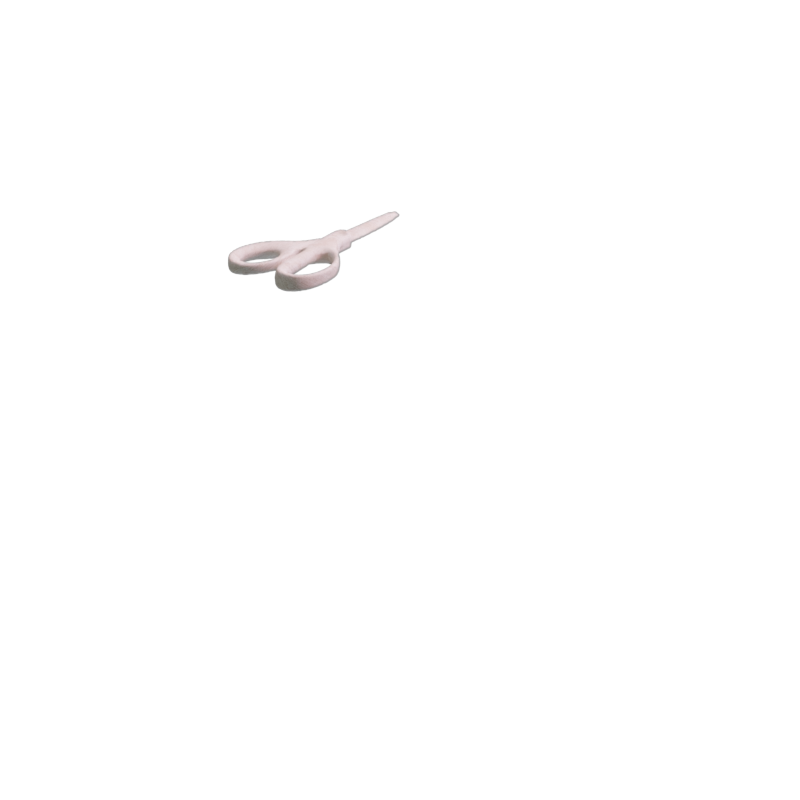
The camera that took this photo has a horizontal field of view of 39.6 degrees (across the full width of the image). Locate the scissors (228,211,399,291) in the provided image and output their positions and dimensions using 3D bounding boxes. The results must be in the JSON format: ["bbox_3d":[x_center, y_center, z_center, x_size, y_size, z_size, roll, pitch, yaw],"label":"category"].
[{"bbox_3d":[-0.070,-0.128,0.898,0.098,0.015,0.207,6,25,13],"label":"scissors"}]
